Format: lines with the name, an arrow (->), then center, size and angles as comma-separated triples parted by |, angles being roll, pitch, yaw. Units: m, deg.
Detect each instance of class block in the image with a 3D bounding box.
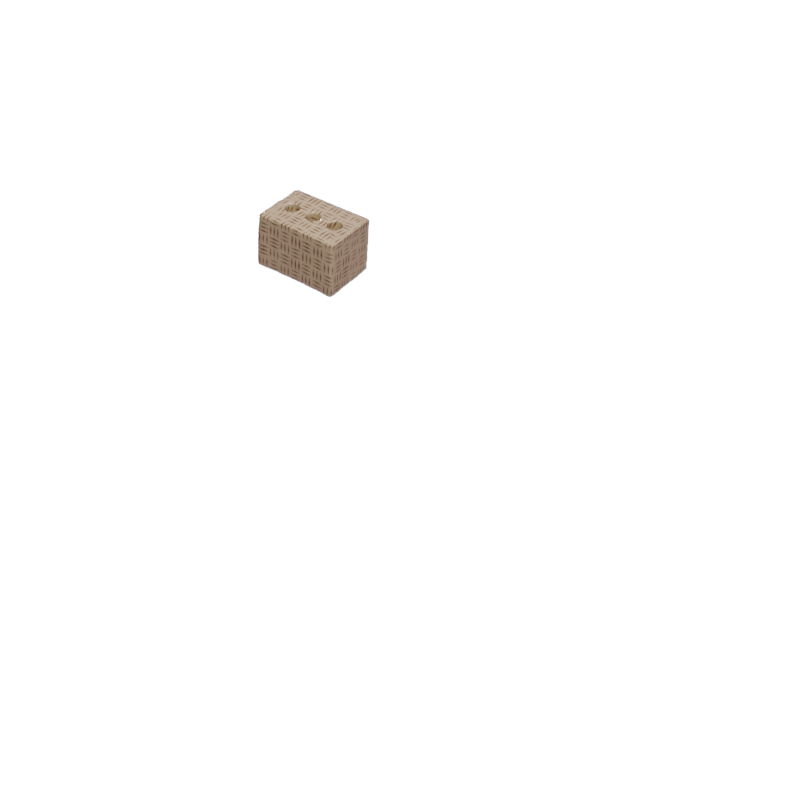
block -> -0.071, -0.130, 0.912 | 0.082, 0.048, 0.053 | 25, 44, 27
